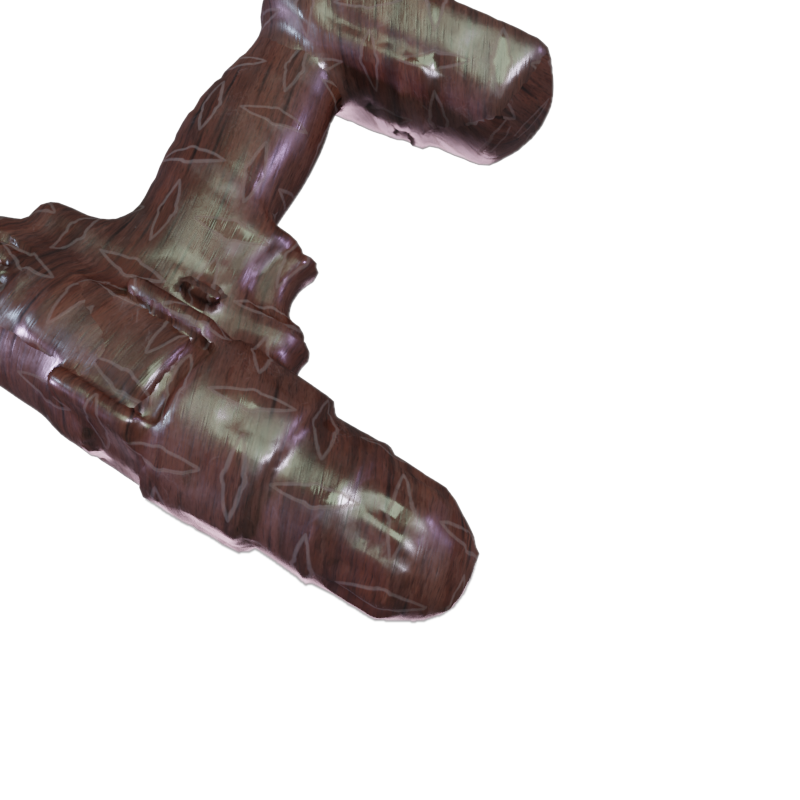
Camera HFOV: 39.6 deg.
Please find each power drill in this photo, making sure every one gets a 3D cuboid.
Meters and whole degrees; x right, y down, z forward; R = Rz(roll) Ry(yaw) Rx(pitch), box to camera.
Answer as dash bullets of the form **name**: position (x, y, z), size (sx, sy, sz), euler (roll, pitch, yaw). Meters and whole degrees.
- **power drill**: position (-0.027, -0.049, 0.346), size (0.191, 0.193, 0.054), euler (29, -27, 16)
